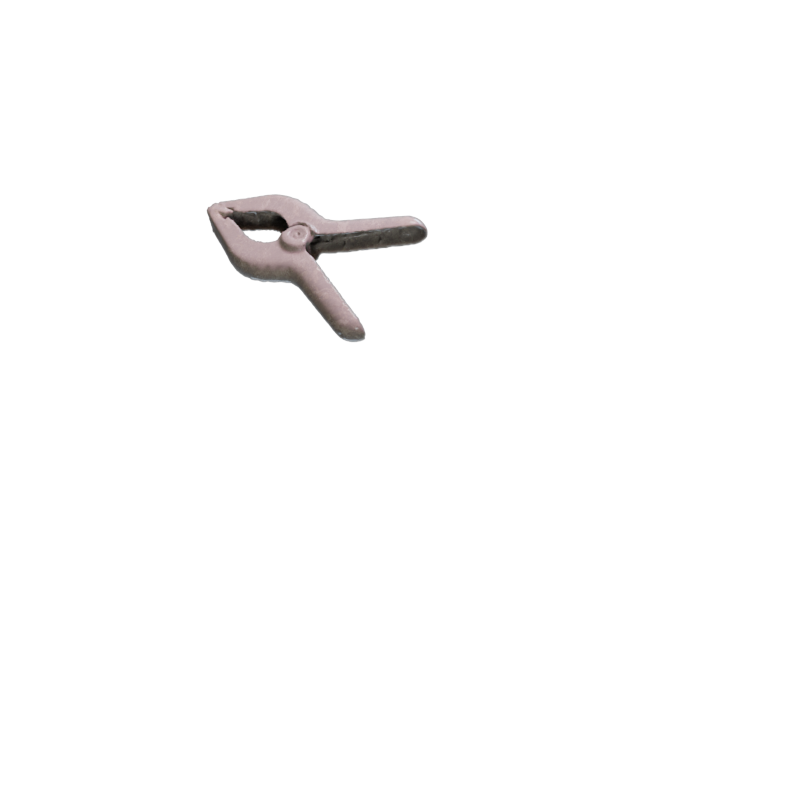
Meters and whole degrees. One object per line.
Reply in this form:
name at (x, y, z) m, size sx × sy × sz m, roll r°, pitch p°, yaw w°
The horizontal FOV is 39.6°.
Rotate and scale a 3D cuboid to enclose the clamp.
clamp at (-0.067, -0.123, 0.862) m, size 0.180 × 0.036 × 0.122 m, roll 30°, pitch 56°, yaw 23°
